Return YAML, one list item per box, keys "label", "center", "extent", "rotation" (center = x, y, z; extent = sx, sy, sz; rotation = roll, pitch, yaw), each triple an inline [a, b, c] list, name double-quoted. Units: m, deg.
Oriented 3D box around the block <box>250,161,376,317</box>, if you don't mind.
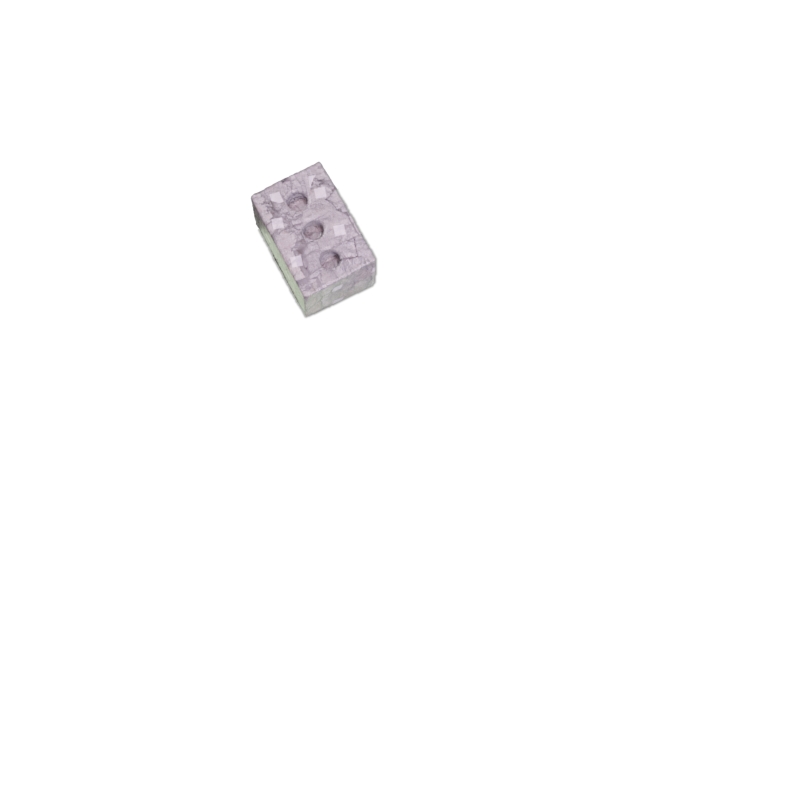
- label: "block"
  center: [-0.056, -0.103, 0.719]
  extent: [0.053, 0.081, 0.049]
  rotation: [-28, -13, -9]
